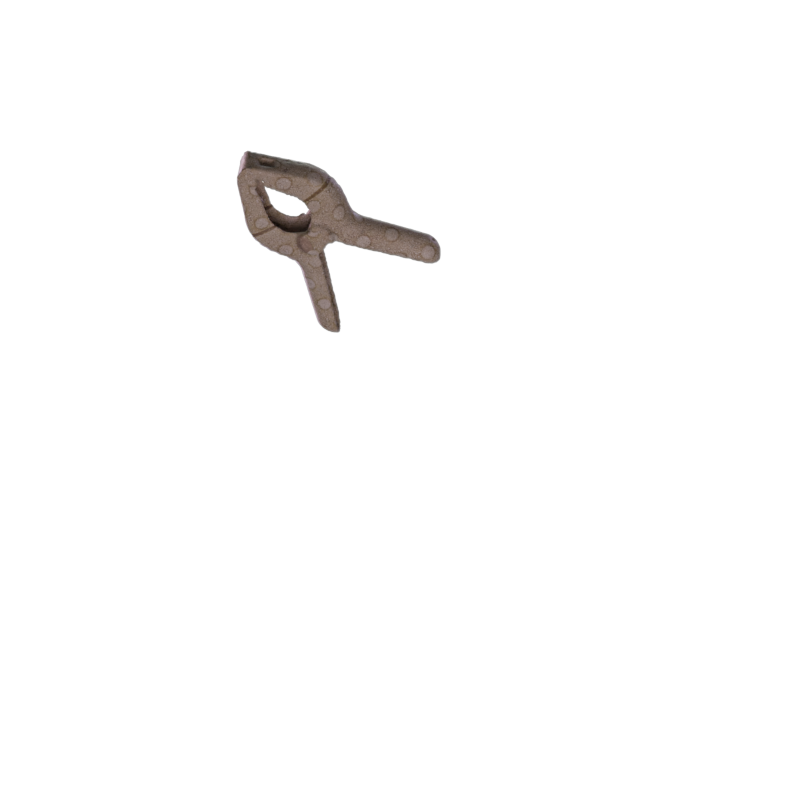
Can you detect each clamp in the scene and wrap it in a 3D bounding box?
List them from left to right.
[{"bbox_3d":[-0.067,-0.123,0.862,0.164,0.118,0.042,34,25,-18],"label":"clamp"}]
